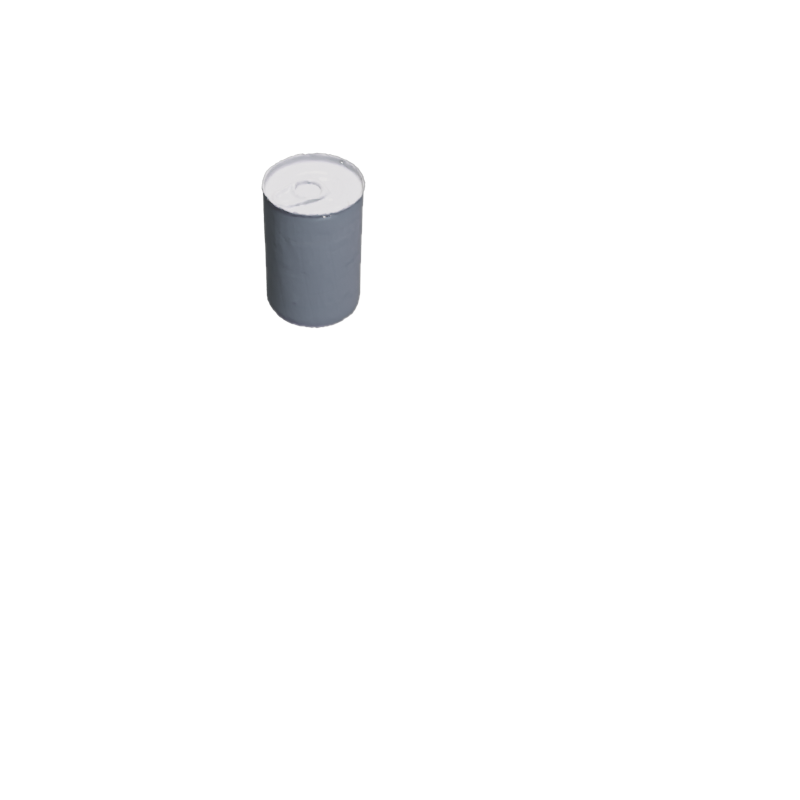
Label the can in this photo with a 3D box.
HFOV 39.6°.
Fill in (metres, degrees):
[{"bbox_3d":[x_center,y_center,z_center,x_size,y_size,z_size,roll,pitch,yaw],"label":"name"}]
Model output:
[{"bbox_3d":[-0.059,-0.108,0.758,0.068,0.095,0.074,0,43,-3],"label":"can"}]
